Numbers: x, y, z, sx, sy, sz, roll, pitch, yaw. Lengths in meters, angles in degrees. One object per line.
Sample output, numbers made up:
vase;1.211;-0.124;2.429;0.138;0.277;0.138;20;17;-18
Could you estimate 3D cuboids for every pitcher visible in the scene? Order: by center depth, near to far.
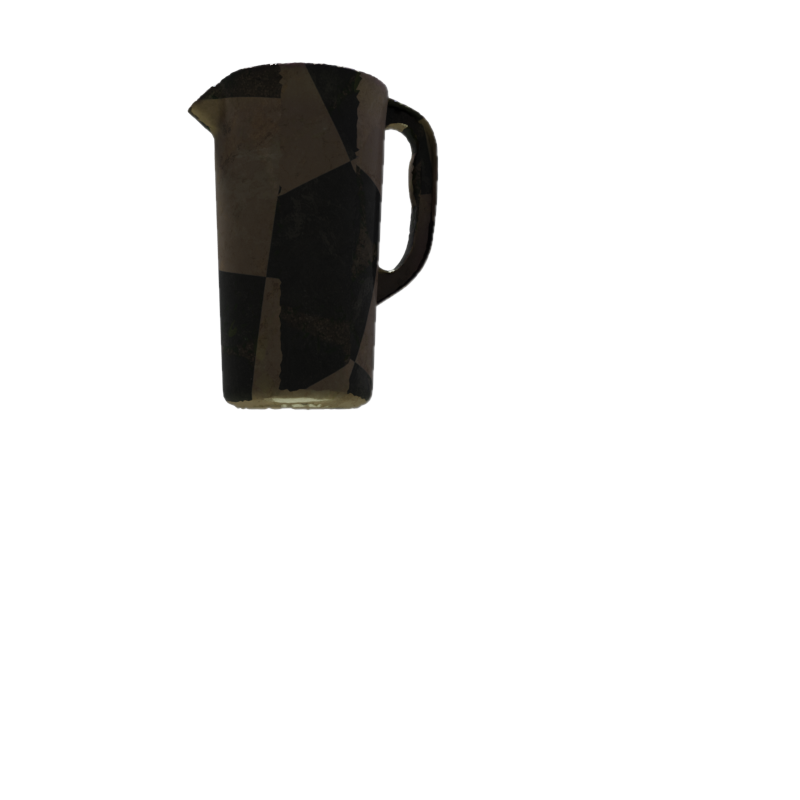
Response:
pitcher;-0.064;-0.116;0.815;0.153;0.248;0.138;-5;-9;29
